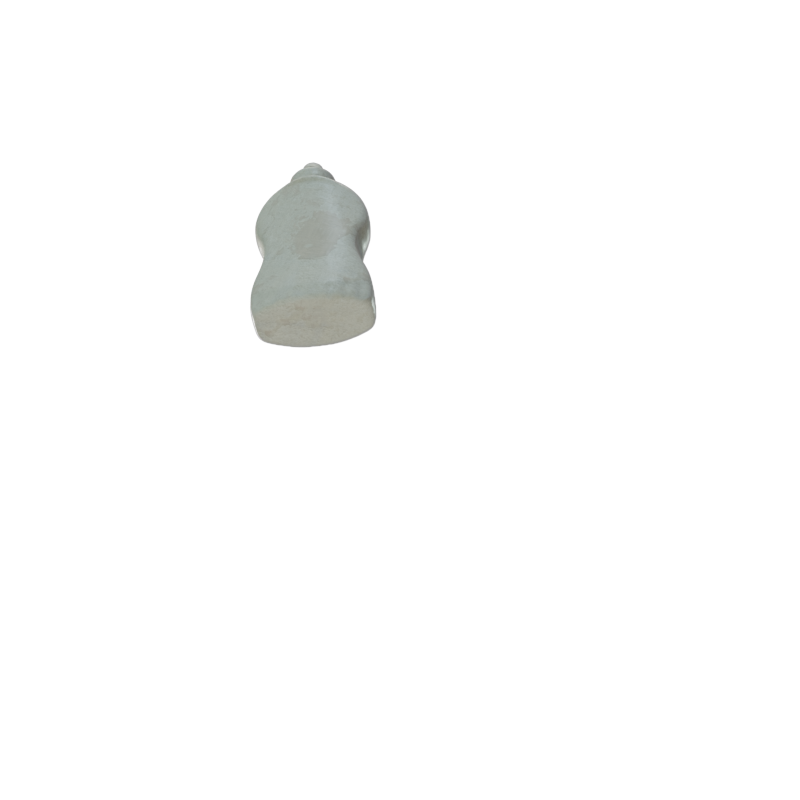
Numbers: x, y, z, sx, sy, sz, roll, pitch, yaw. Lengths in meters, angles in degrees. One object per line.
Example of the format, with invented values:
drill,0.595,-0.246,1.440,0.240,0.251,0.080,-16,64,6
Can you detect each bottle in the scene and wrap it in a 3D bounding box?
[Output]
bottle,-0.072,-0.132,0.919,0.096,0.206,0.054,-9,-44,5
